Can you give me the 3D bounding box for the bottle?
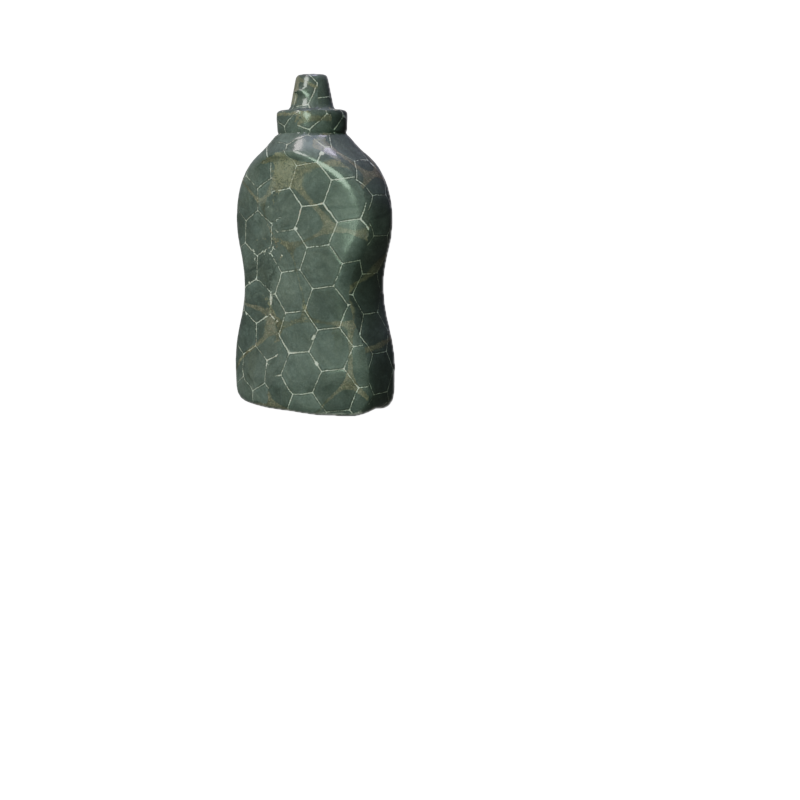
[{"bbox_3d":[-0.051,-0.092,0.642,0.100,0.190,0.056,3,5,35],"label":"bottle"}]
